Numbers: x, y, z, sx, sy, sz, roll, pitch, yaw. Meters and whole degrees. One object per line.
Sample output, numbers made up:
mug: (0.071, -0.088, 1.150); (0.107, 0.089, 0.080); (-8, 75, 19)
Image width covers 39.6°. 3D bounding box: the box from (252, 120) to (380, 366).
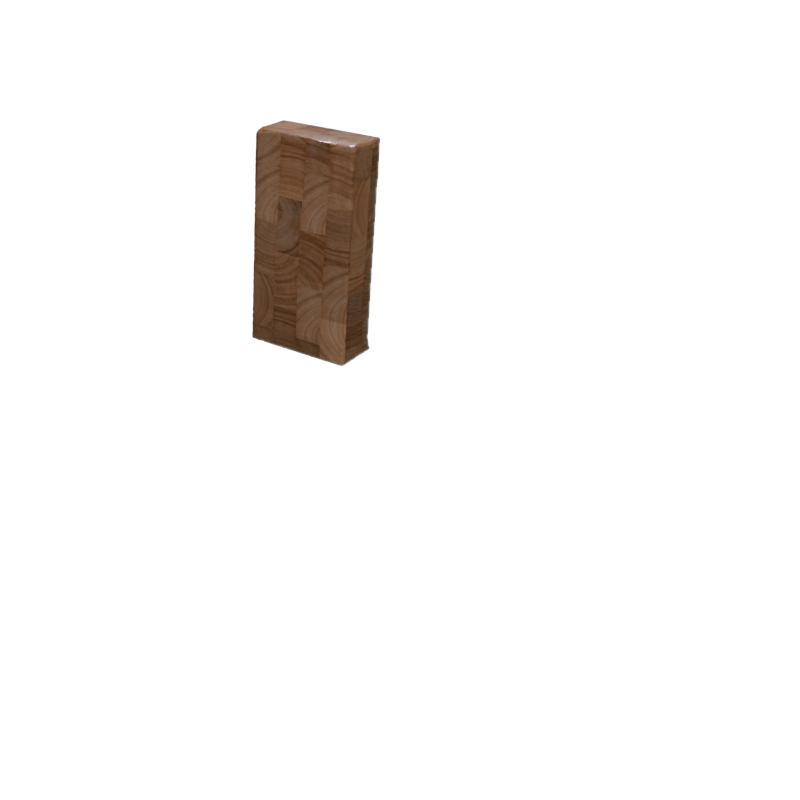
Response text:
box: (-0.068, -0.124, 0.867); (0.098, 0.168, 0.048); (15, 25, 30)
